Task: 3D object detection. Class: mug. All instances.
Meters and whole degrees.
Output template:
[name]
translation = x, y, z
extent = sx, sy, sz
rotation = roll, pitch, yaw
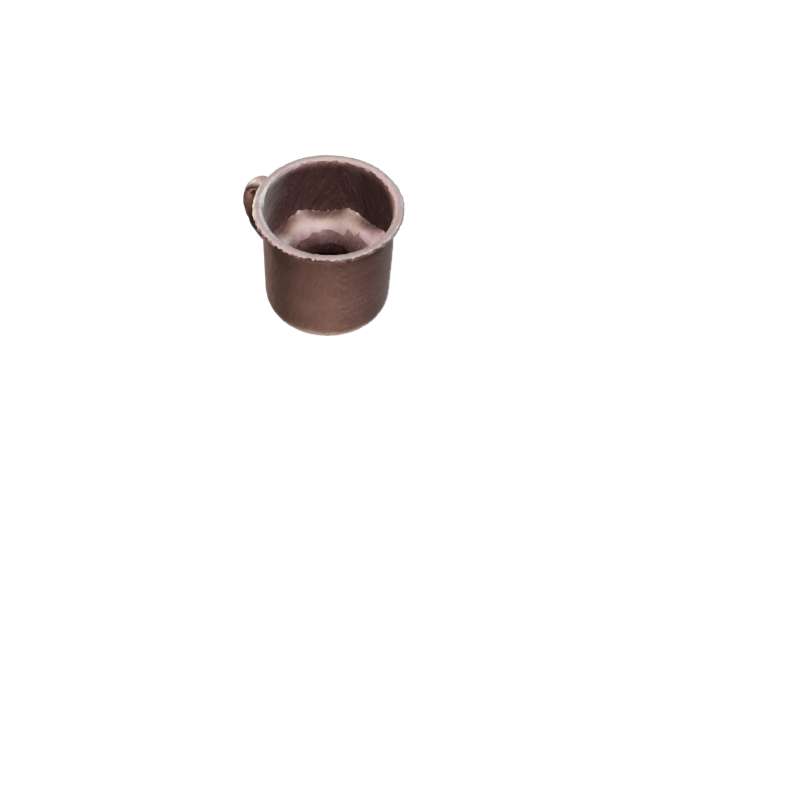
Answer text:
[mug]
translation = -0.056, -0.101, 0.710
extent = 0.123, 0.076, 0.095
rotation = 31, 56, 23
